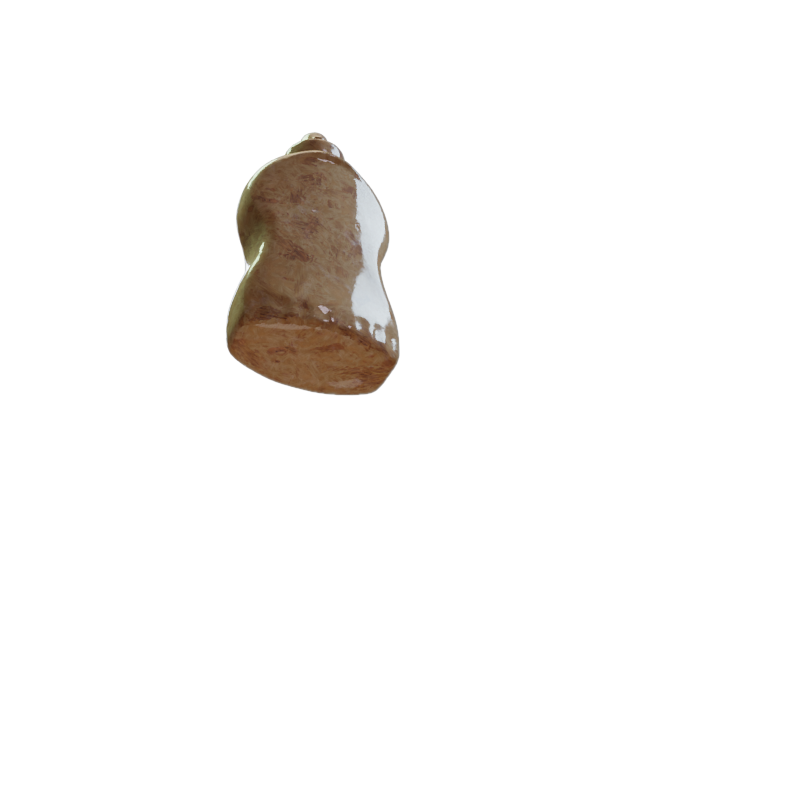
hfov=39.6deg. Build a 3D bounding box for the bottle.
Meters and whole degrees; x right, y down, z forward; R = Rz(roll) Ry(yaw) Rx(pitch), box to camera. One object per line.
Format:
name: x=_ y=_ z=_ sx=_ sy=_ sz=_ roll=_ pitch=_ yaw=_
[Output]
bottle: x=-0.053 y=-0.097 z=0.676 sx=0.093 sy=0.206 sz=0.056 roll=13 pitch=-45 yaw=-18
